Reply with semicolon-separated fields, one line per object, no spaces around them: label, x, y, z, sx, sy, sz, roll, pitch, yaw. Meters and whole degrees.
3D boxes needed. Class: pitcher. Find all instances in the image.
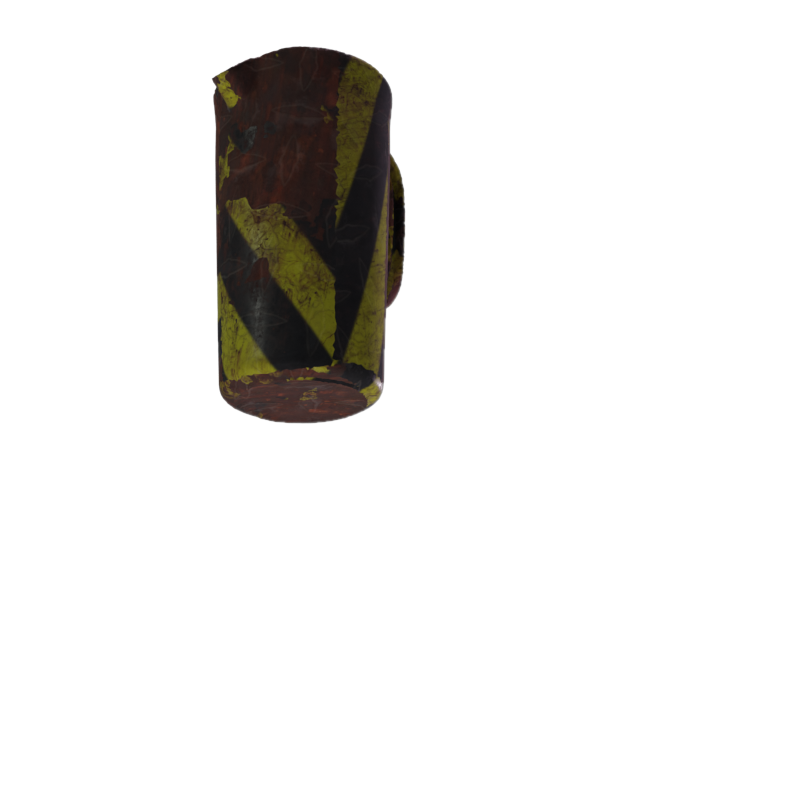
pitcher;-0.061;-0.111;0.780;0.148;0.257;0.138;1;-24;-5
